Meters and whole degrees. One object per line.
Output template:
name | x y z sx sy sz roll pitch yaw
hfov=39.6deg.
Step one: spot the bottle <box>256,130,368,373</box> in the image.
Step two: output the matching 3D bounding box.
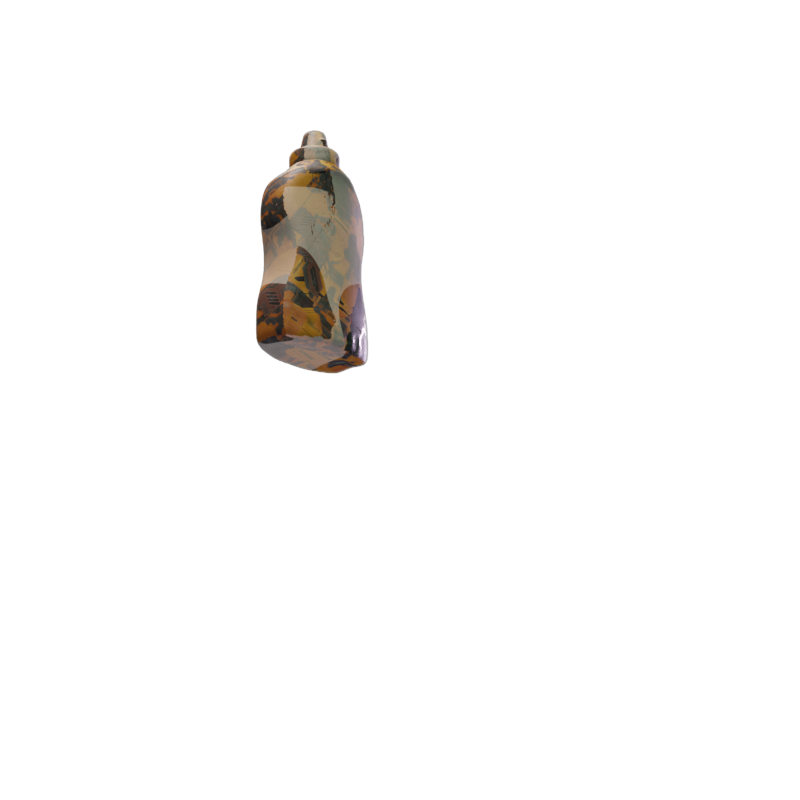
bottle | -0.067 -0.124 0.864 0.059 0.202 0.090 -22 -30 38
